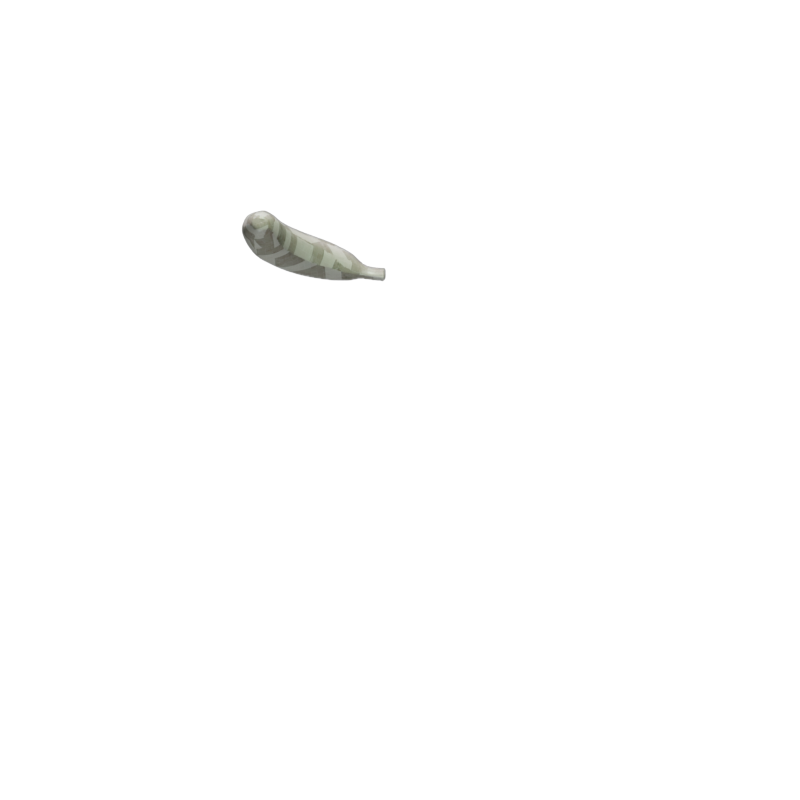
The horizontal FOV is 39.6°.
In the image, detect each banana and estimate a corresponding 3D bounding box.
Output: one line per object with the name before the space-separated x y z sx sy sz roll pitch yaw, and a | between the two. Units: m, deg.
banana | -0.090 -0.138 0.990 0.071 0.038 0.187 -6 -10 32
